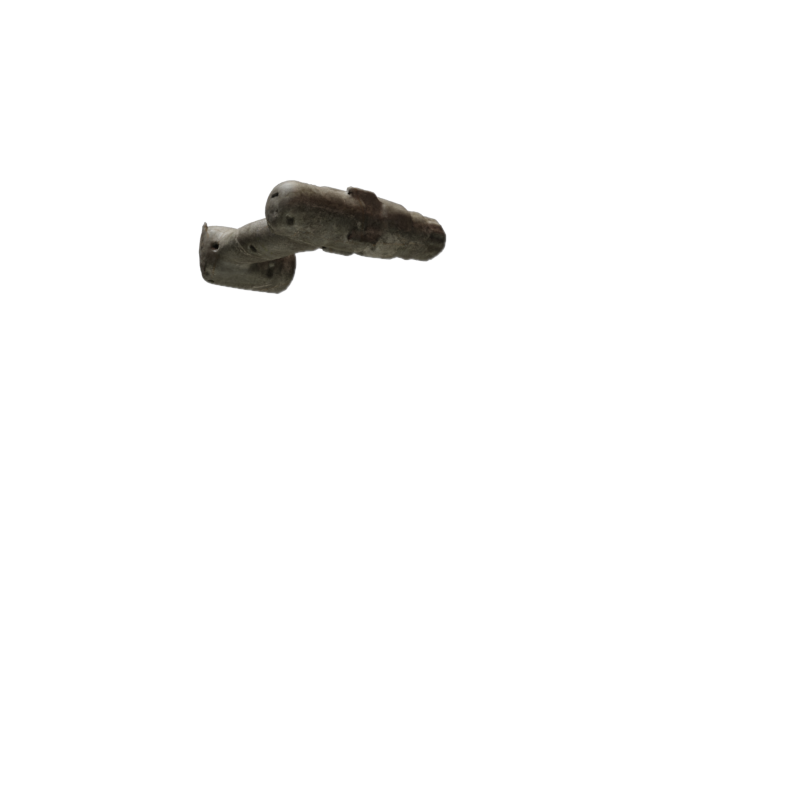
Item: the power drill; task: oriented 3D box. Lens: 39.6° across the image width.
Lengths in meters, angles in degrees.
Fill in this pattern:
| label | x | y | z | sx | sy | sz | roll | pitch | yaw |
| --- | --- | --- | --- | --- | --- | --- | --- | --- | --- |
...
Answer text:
| label | x | y | z | sx | sy | sz | roll | pitch | yaw |
| --- | --- | --- | --- | --- | --- | --- | --- | --- | --- |
| power drill | -0.078 | -0.142 | 0.994 | 0.175 | 0.059 | 0.190 | 10 | -15 | -39 |
